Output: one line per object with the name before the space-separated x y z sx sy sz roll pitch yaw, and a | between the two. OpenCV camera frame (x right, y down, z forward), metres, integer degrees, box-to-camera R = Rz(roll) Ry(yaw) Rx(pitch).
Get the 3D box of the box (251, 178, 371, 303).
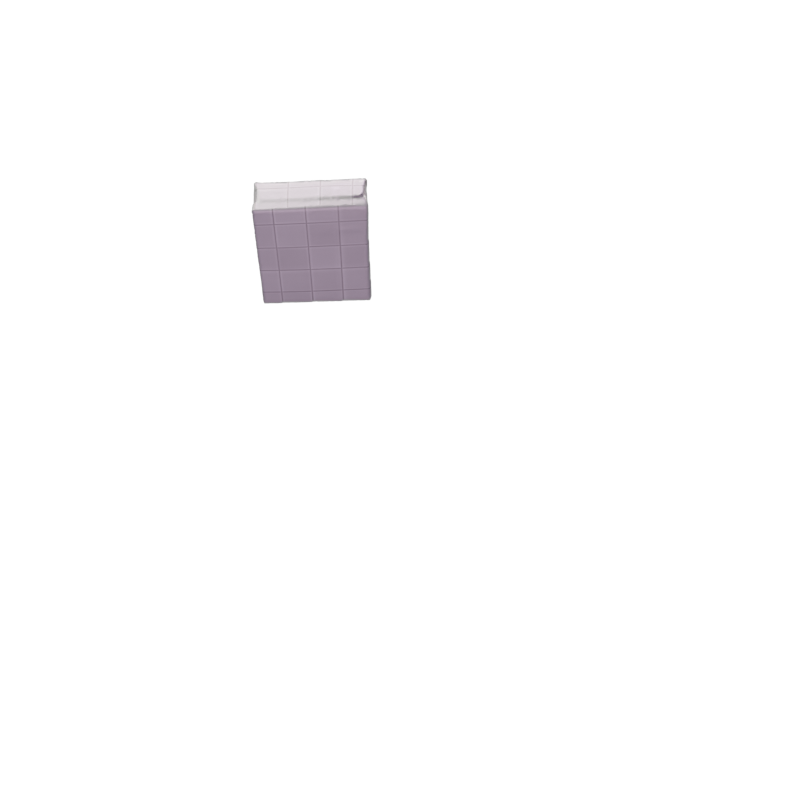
box | -0.057 -0.104 0.725 0.073 0.032 0.083 -2 -43 1
